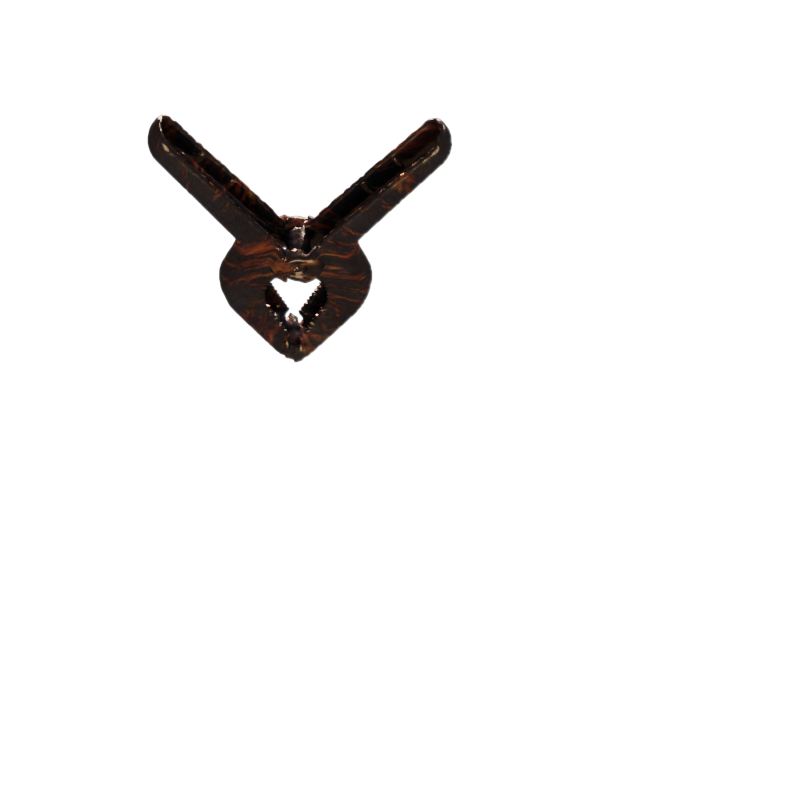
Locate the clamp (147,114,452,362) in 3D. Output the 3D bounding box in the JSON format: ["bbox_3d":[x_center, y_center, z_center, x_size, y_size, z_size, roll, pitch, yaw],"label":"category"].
[{"bbox_3d":[-0.052,-0.095,0.666,0.165,0.039,0.195,-2,-36,2],"label":"clamp"}]
